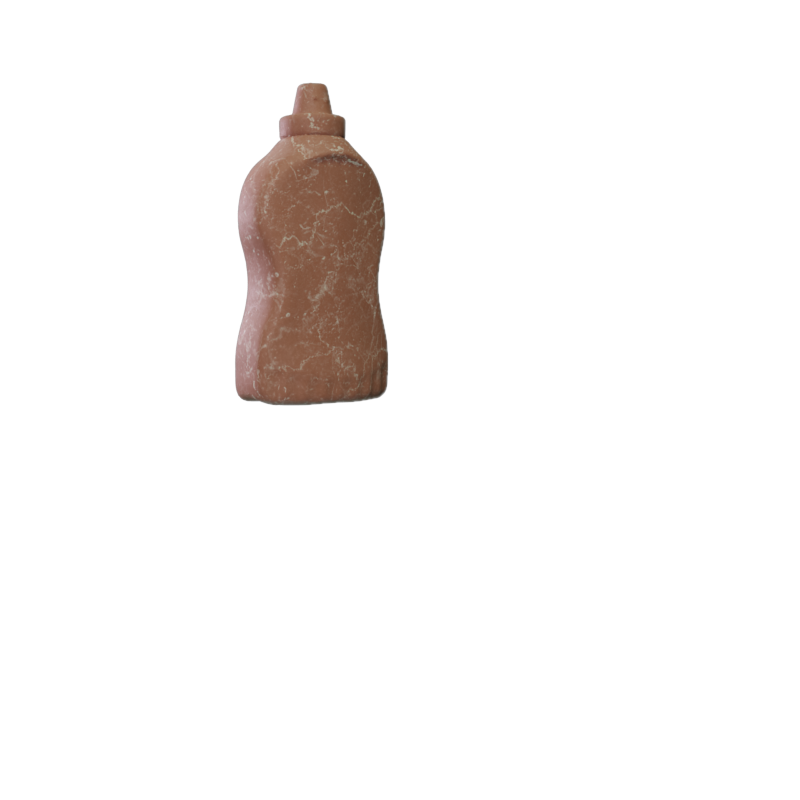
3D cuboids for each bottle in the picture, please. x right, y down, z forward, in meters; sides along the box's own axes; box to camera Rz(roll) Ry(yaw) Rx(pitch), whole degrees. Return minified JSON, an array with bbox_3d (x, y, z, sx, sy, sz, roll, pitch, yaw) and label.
[{"bbox_3d":[-0.053,-0.096,0.672,0.092,0.193,0.060,1,-2,-35],"label":"bottle"}]
